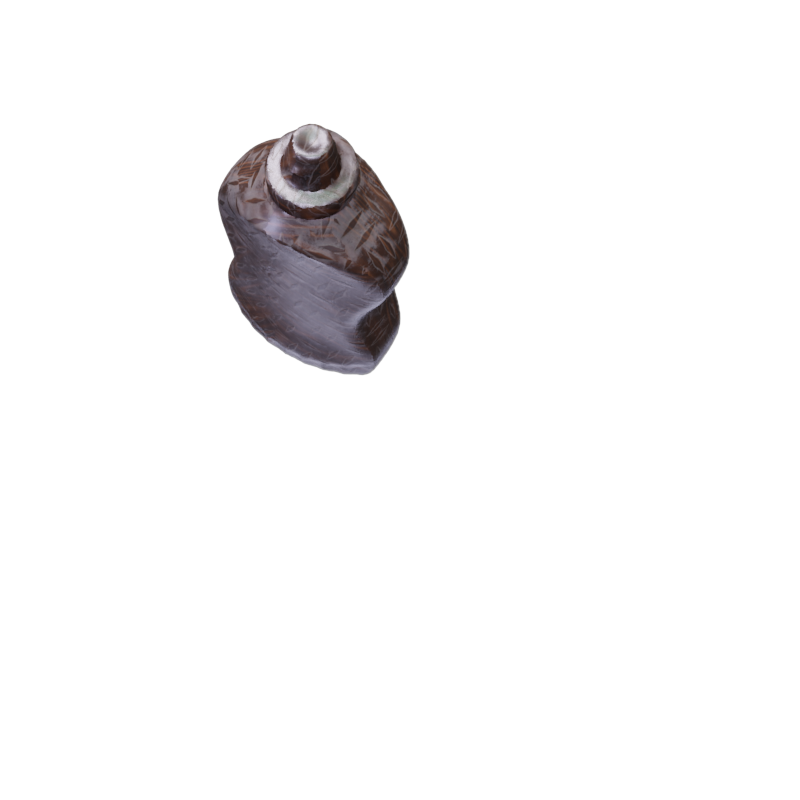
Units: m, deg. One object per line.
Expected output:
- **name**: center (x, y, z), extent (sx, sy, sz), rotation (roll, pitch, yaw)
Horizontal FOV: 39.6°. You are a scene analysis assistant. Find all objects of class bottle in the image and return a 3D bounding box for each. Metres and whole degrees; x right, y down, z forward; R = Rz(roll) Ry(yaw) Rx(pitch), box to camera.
- **bottle**: center (-0.043, -0.077, 0.543), extent (0.099, 0.060, 0.182), rotation (33, -19, 9)
